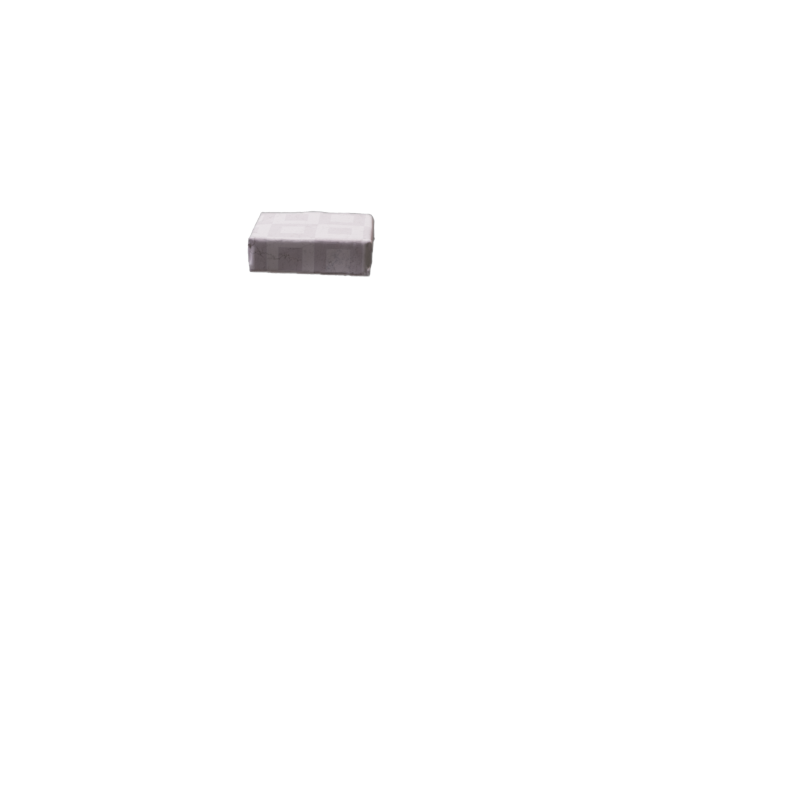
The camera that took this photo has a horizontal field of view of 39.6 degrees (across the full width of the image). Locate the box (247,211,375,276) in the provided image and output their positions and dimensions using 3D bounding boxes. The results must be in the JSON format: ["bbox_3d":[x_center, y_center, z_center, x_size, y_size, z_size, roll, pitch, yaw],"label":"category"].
[{"bbox_3d":[-0.064,-0.117,0.818,0.090,0.029,0.076,1,23,2],"label":"box"}]
